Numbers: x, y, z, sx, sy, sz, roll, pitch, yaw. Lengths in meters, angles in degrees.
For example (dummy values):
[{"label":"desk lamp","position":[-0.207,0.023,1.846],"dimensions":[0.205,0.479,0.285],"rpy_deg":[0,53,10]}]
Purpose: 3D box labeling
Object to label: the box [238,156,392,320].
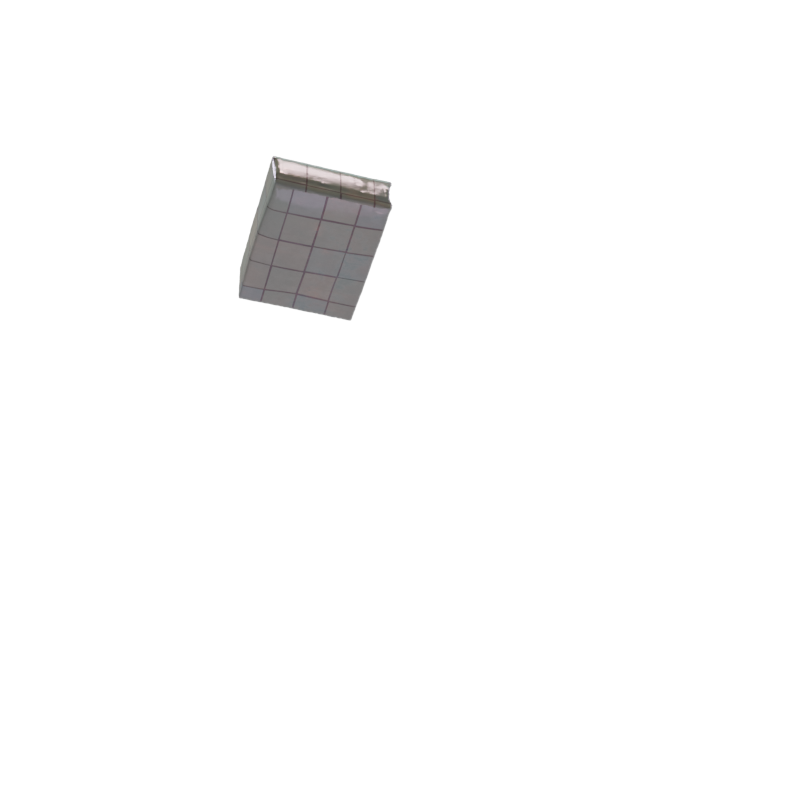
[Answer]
[{"label":"box","position":[-0.064,-0.116,0.816],"dimensions":[0.088,0.108,0.042],"rpy_deg":[12,41,-12]}]
